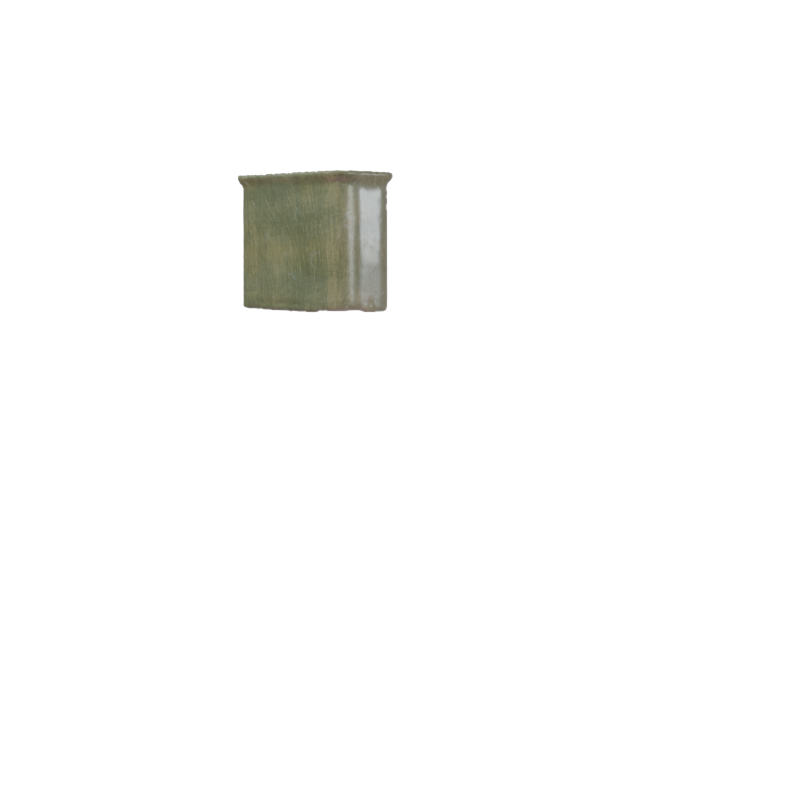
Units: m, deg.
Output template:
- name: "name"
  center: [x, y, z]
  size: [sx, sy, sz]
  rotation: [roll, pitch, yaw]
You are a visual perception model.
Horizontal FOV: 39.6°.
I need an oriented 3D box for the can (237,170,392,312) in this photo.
- name: "can"
  center: [-0.054, -0.098, 0.687]
  size: [0.106, 0.083, 0.055]
  rotation: [5, 5, 44]
